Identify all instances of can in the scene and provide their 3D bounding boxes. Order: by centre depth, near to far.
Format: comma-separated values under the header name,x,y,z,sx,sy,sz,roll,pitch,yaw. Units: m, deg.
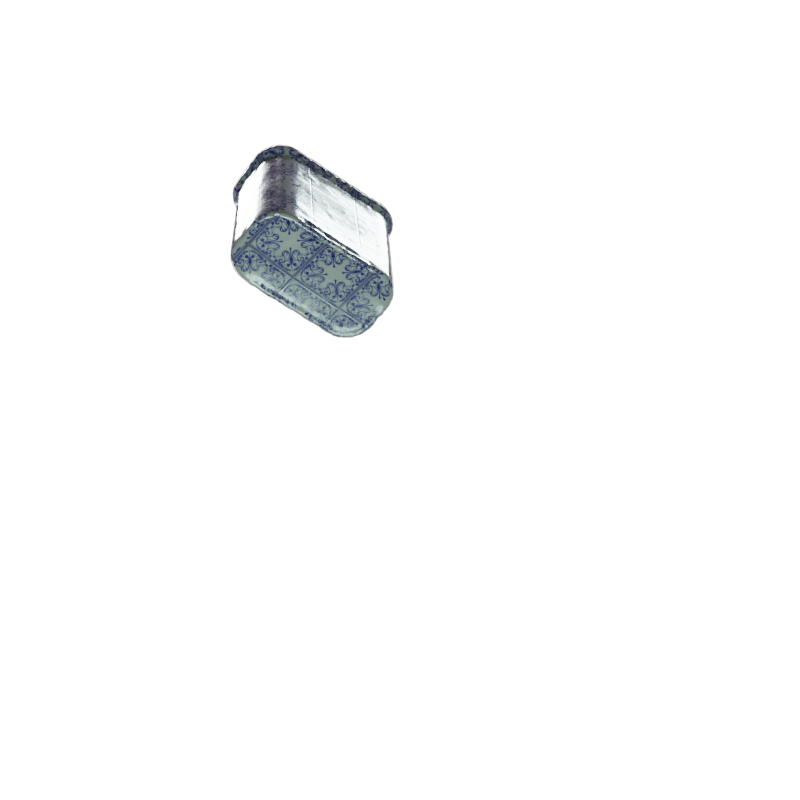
name,x,y,z,sx,sy,sz,roll,pitch,yaw
can,-0.052,-0.095,0.667,0.098,0.056,0.089,30,28,-20
